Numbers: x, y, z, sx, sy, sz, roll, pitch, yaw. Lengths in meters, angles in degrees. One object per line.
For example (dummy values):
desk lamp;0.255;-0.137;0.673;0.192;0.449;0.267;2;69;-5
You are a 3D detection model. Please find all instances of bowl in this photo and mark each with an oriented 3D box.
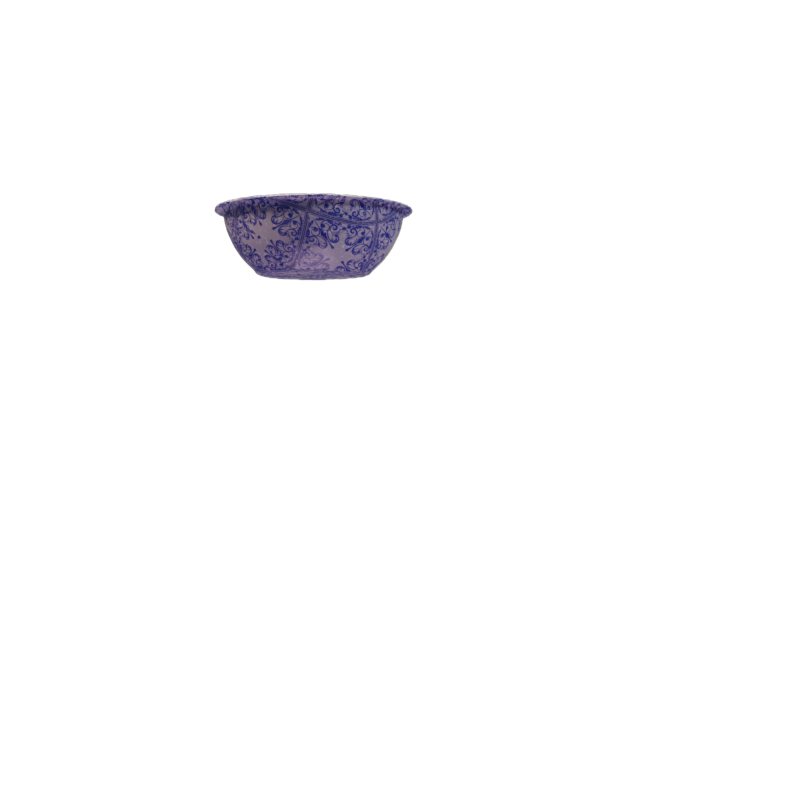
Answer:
bowl;-0.070;-0.128;0.900;0.162;0.056;0.161;0;0;-2
